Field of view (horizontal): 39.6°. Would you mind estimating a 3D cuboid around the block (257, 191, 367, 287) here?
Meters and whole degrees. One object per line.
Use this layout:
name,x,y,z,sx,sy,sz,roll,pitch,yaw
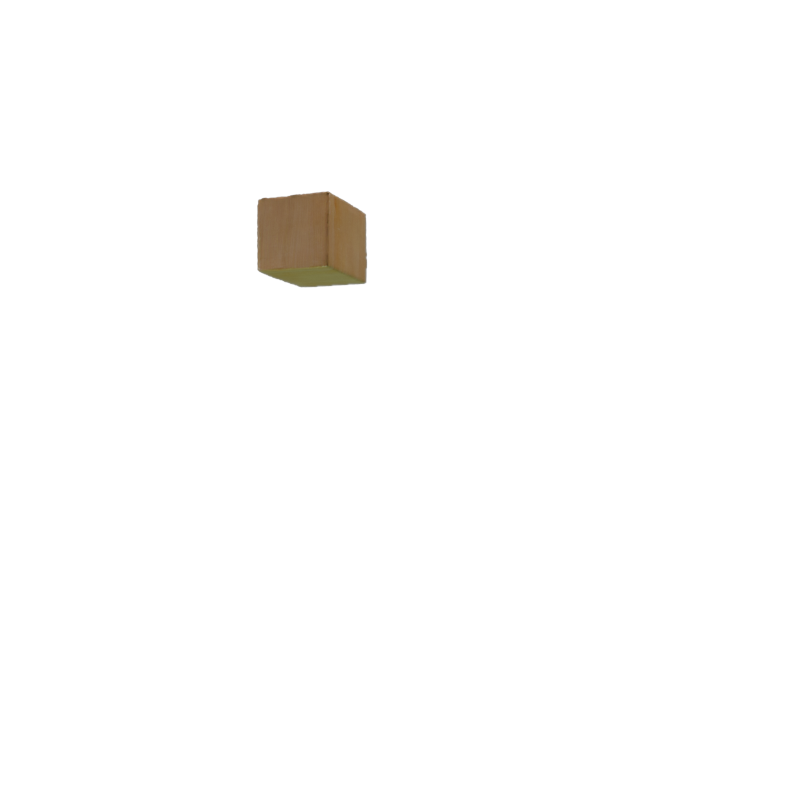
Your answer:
block,-0.060,-0.109,0.763,0.054,0.052,0.075,-3,-6,19
